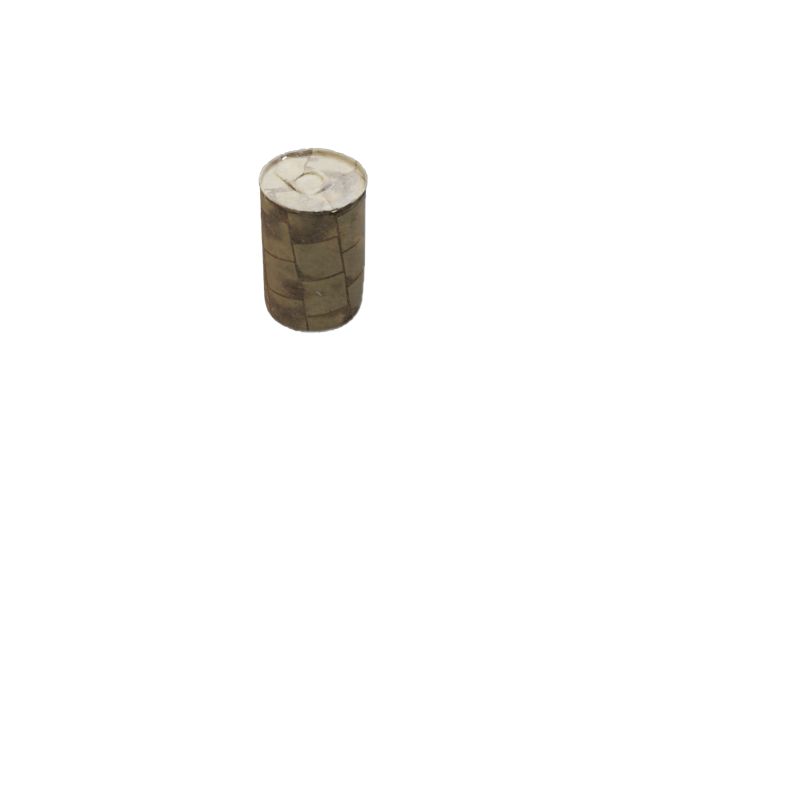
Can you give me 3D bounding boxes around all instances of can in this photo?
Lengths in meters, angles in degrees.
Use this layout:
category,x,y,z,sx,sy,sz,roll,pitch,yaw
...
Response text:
category,x,y,z,sx,sy,sz,roll,pitch,yaw
can,-0.056,-0.103,0.718,0.068,0.095,0.073,0,42,-3
